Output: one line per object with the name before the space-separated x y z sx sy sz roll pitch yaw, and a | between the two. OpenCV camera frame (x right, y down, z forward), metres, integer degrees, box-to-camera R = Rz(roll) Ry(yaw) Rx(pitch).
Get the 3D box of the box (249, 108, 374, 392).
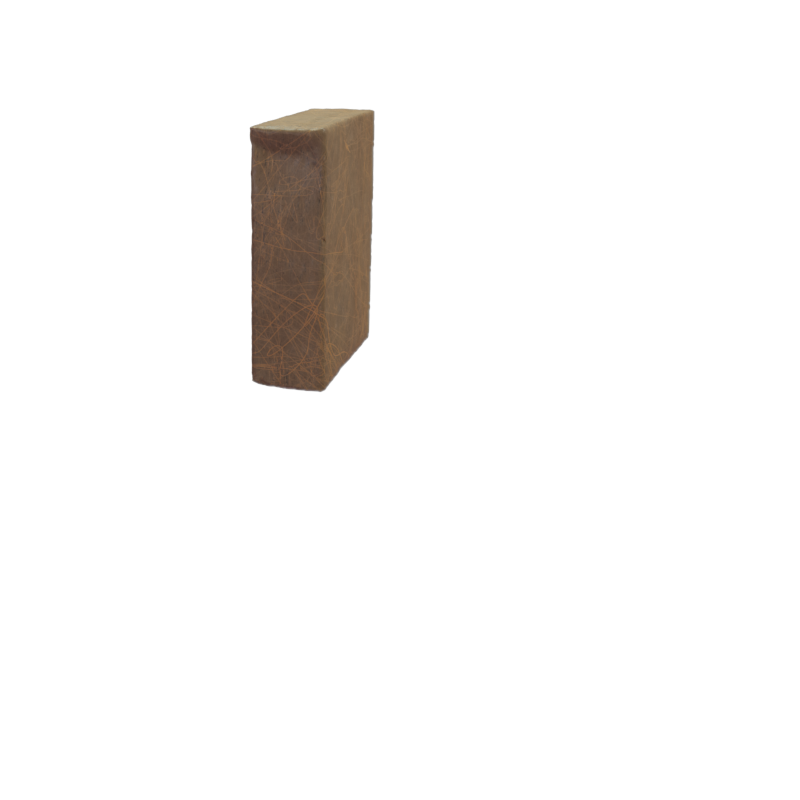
box | -0.074 -0.135 0.944 0.073 0.207 0.166 4 15 12
